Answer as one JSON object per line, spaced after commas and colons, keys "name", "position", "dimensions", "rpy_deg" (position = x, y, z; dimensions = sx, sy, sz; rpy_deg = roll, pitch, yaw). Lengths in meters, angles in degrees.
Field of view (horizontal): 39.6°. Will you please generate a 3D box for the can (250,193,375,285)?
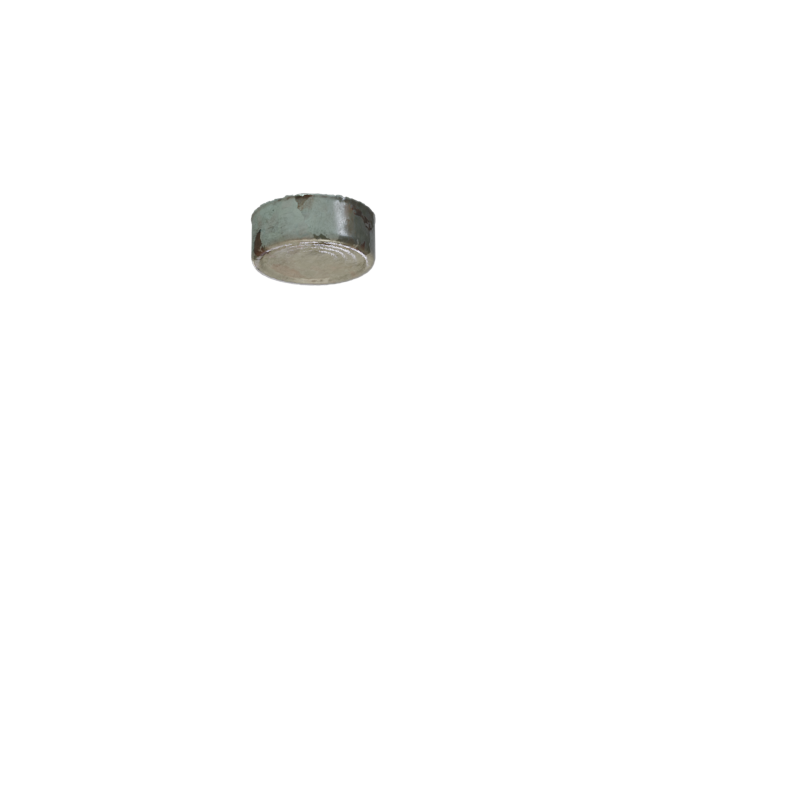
{"name": "can", "position": [-0.059, -0.108, 0.754], "dimensions": [0.086, 0.035, 0.082], "rpy_deg": [0, -17, -2]}
